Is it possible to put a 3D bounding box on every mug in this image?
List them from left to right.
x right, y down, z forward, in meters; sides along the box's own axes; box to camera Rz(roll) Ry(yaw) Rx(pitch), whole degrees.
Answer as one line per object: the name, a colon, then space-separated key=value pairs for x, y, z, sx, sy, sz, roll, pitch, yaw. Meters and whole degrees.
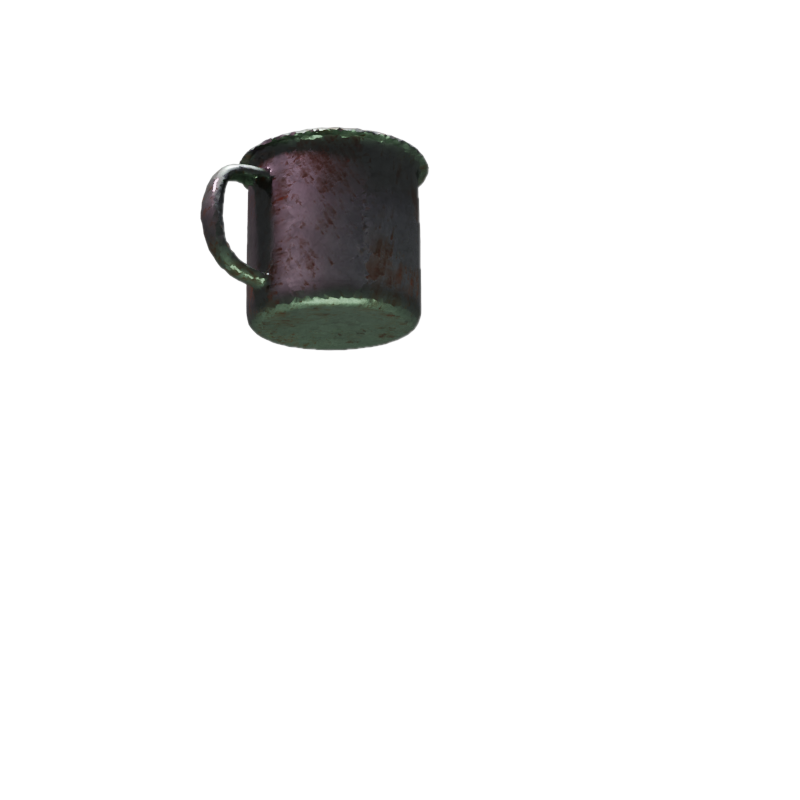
mug: x=-0.041 y=-0.074 z=0.520 sx=0.111 sy=0.085 sz=0.094 roll=13 pitch=-22 yaw=-38
